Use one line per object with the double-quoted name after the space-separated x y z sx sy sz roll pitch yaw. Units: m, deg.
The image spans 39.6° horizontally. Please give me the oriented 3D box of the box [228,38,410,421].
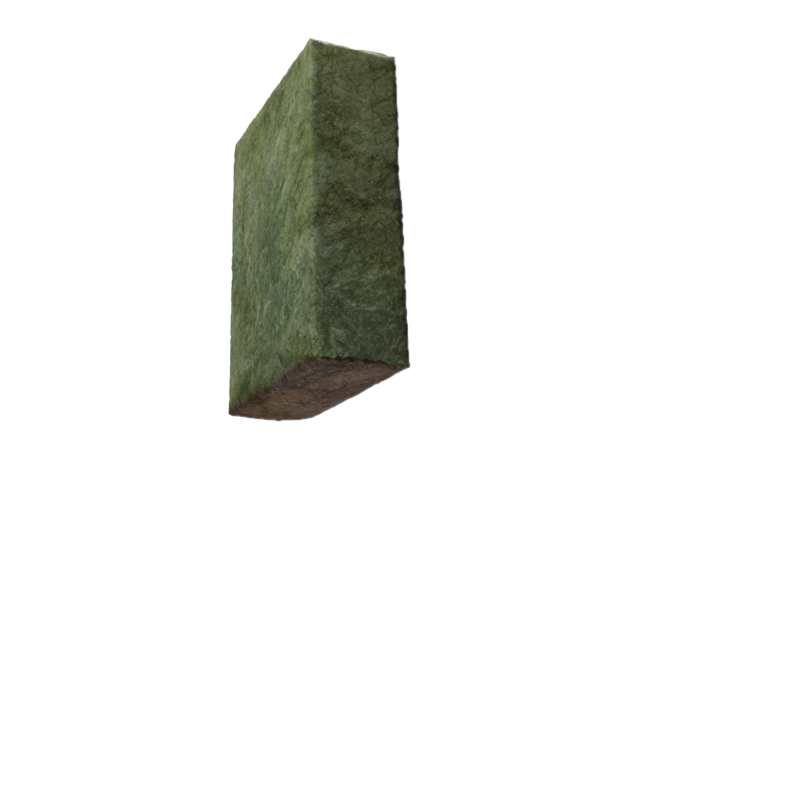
-0.058 -0.107 0.747 0.069 0.224 0.162 8 -21 -24 "box"
